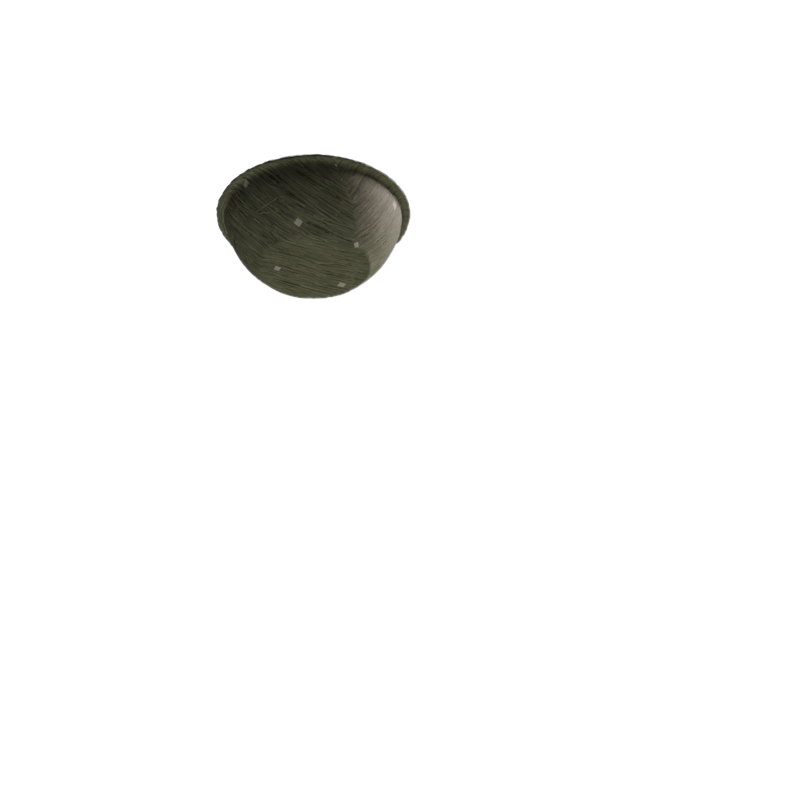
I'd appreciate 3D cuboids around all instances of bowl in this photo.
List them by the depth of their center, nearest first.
[{"bbox_3d":[-0.071,-0.130,0.910,0.162,0.059,0.152,1,-30,-2],"label":"bowl"}]
